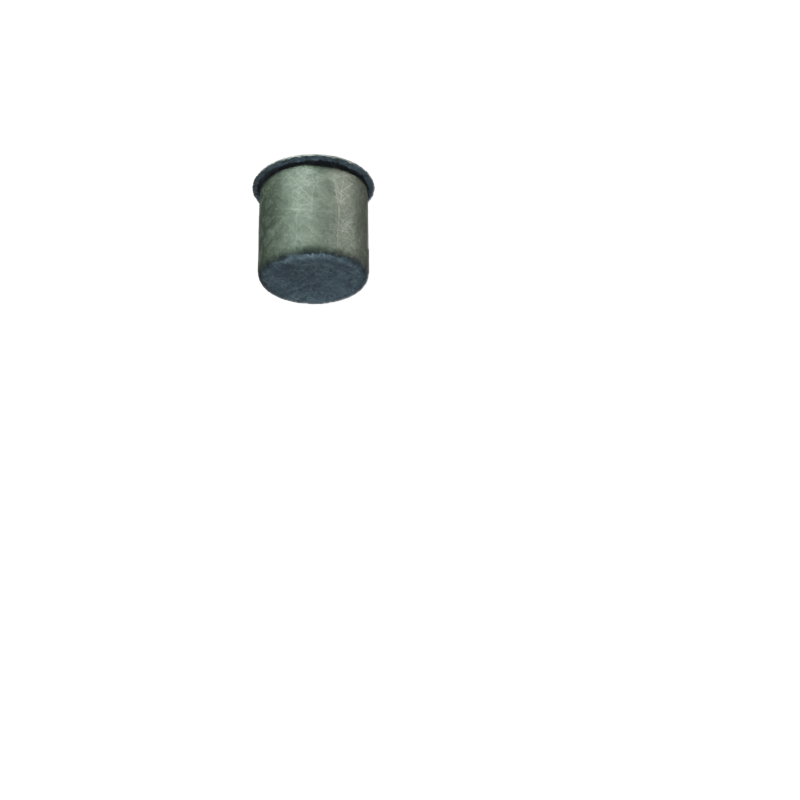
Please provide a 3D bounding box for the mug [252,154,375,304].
[{"bbox_3d":[-0.065,-0.119,0.835,0.093,0.086,0.111,1,-25,-3],"label":"mug"}]
